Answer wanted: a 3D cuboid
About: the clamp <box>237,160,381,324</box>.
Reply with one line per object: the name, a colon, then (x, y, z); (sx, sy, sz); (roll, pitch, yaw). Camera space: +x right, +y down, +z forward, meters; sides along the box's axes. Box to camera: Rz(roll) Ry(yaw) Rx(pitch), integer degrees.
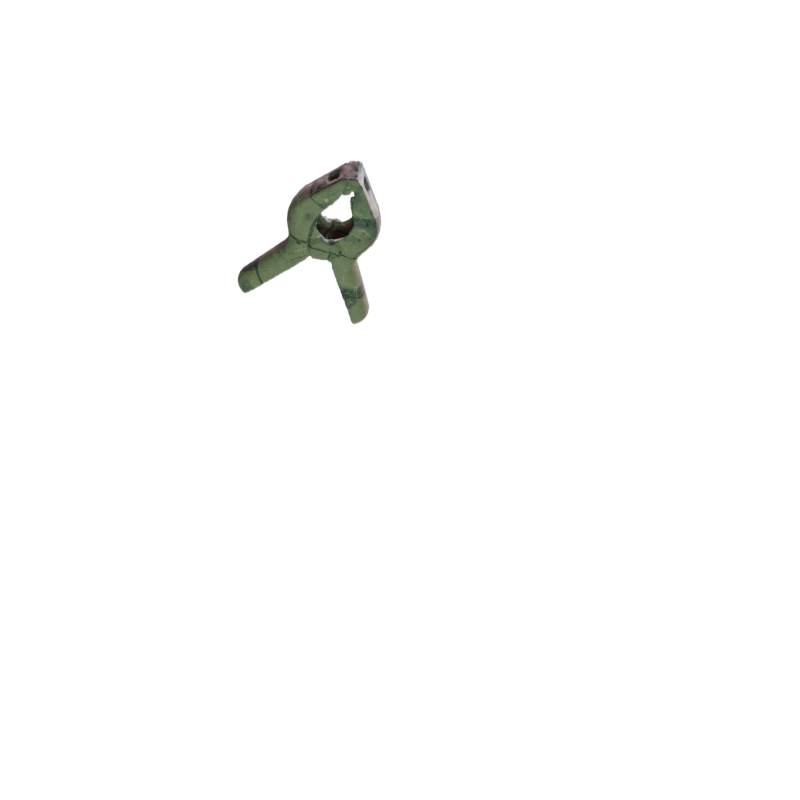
clamp: (-0.074, -0.136, 0.951); (0.119, 0.161, 0.042); (7, 44, -7)
